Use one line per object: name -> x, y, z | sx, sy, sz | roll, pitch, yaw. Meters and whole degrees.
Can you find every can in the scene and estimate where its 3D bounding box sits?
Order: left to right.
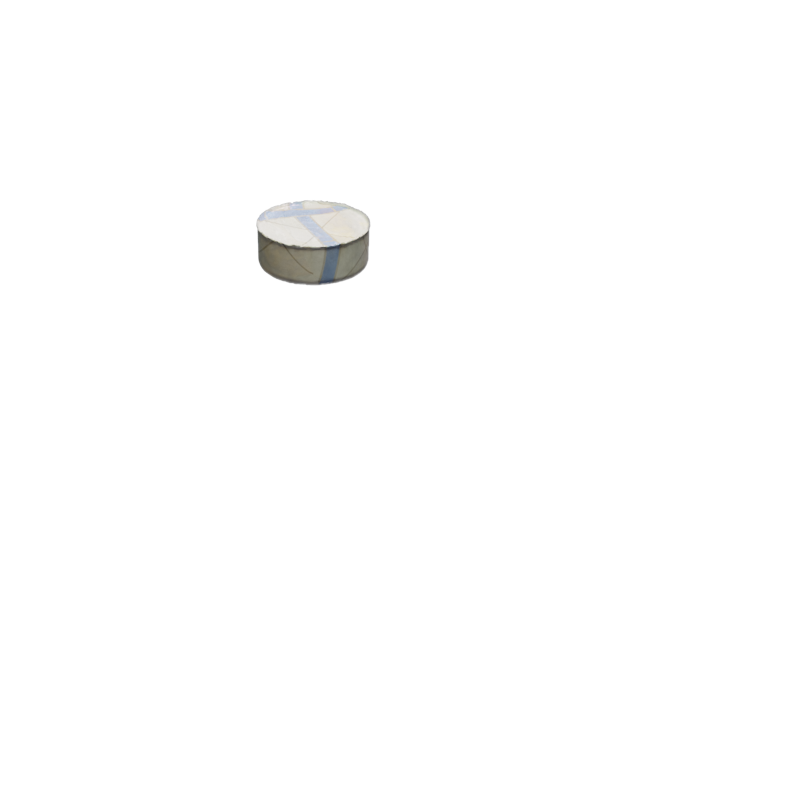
can -> -0.066, -0.120, 0.840 | 0.086, 0.032, 0.091 | -1, 31, -2
